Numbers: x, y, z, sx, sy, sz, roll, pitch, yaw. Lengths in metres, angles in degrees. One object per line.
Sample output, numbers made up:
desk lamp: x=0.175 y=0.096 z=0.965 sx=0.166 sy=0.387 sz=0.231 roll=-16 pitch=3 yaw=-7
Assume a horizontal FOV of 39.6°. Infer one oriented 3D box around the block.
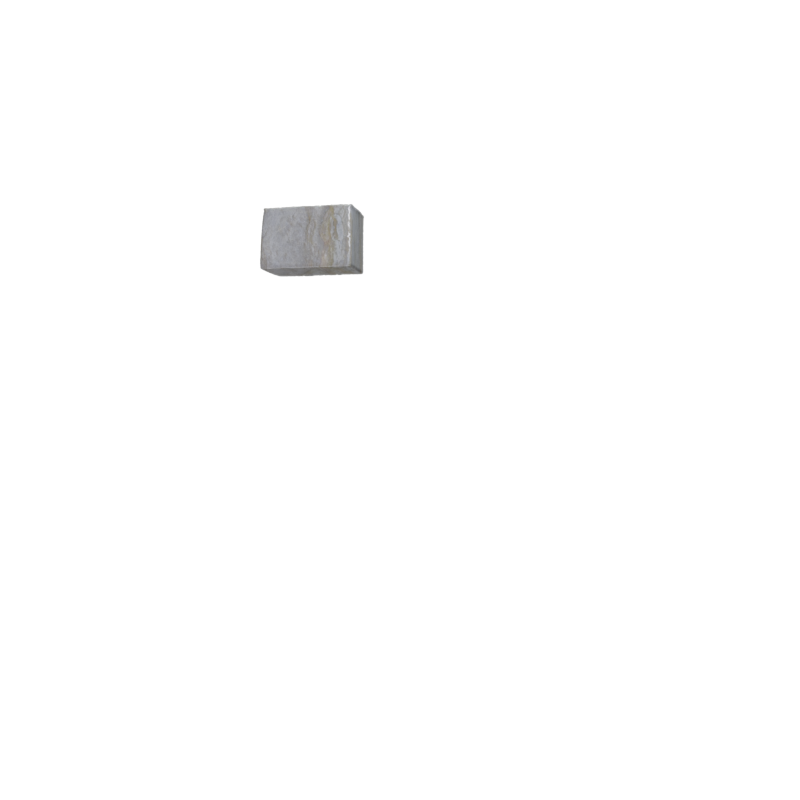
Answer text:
block: x=-0.073 y=-0.133 z=0.929 sx=0.079 sy=0.052 sz=0.051 roll=-1 pitch=-6 yaw=12
